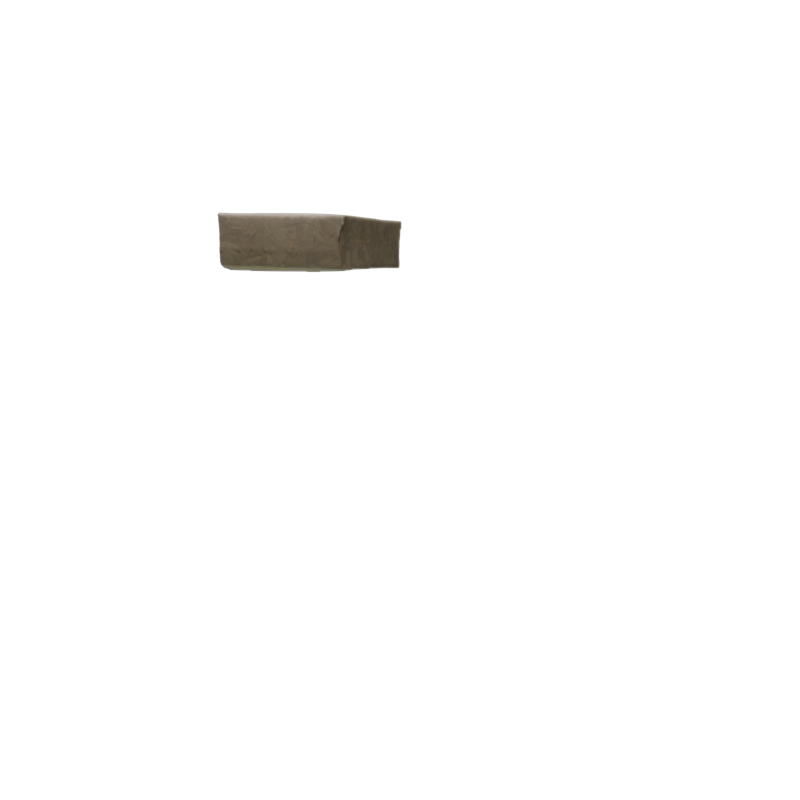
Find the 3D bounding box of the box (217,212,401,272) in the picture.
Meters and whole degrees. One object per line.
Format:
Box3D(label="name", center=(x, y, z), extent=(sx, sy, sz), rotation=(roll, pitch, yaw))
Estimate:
Box3D(label="box", center=(-0.059, -0.107, 0.748), extent=(0.092, 0.038, 0.112), rotation=(3, 9, 20))
